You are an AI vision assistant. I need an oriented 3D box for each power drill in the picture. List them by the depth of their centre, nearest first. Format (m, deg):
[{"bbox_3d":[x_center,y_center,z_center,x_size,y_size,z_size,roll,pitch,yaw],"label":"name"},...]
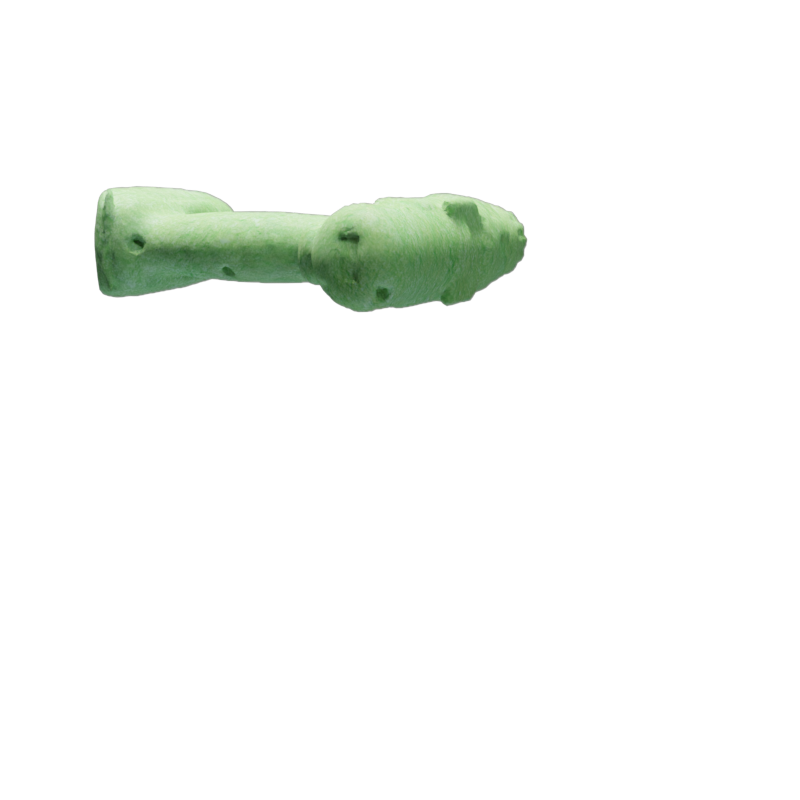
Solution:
[{"bbox_3d":[-0.044,-0.080,0.562,0.194,0.057,0.180,4,9,26],"label":"power drill"}]
